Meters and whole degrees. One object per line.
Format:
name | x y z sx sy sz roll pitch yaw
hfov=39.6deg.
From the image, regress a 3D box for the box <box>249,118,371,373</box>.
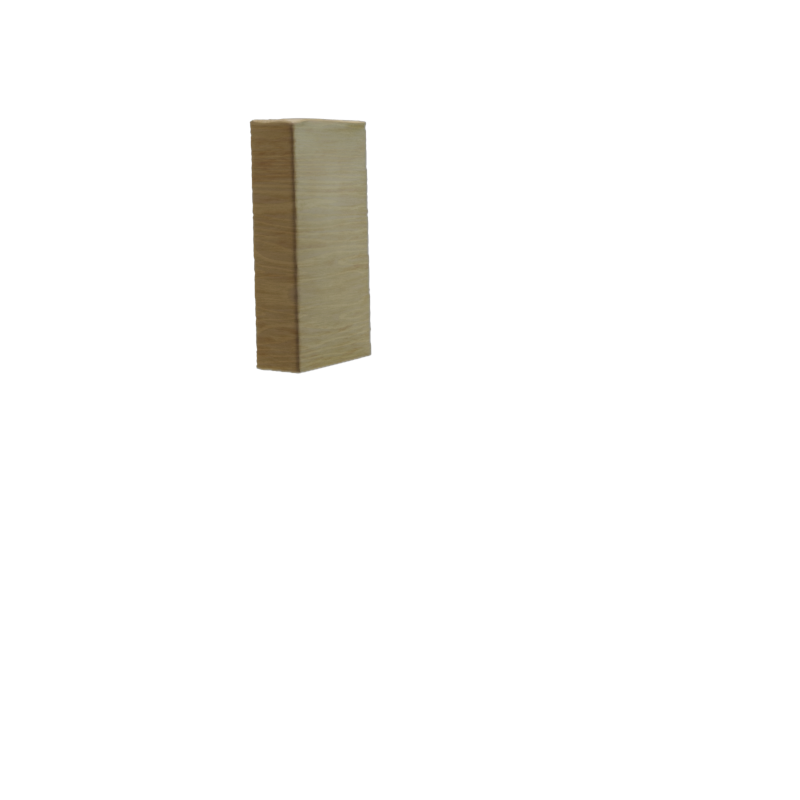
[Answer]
box | -0.062 -0.114 0.800 0.050 0.174 0.091 4 8 34
